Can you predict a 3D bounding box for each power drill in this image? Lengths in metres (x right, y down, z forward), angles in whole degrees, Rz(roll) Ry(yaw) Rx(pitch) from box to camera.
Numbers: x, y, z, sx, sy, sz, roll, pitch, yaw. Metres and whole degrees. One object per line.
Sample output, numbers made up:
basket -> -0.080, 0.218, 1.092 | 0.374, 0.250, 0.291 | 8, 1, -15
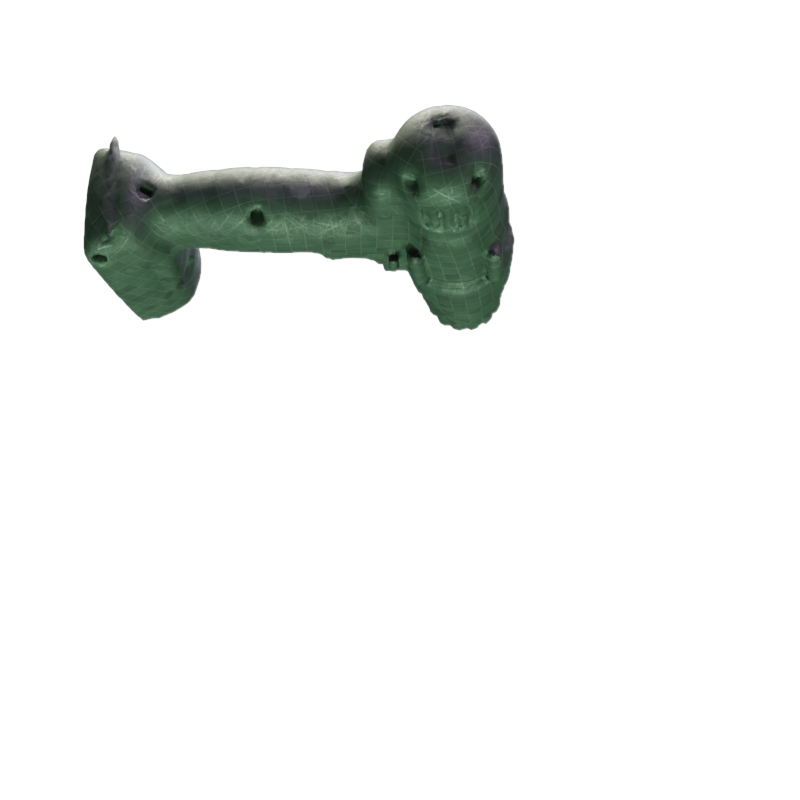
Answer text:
power drill -> -0.041, -0.075, 0.525 | 0.189, 0.060, 0.174 | -3, -19, 7
